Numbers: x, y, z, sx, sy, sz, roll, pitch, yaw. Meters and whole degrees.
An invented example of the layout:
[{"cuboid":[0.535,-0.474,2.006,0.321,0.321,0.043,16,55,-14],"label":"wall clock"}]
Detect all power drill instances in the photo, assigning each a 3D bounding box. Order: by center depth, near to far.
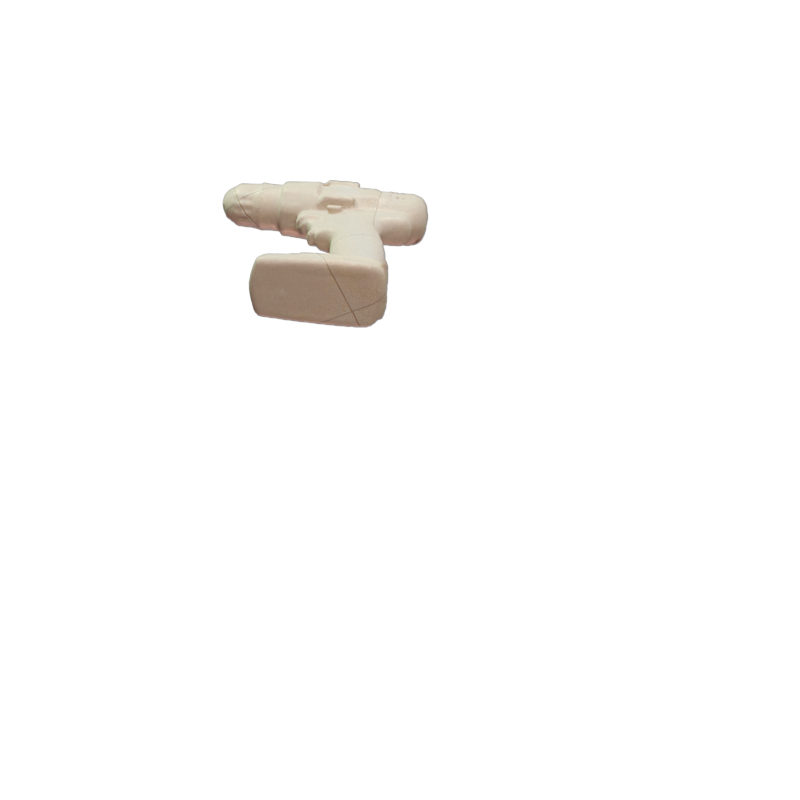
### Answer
[{"cuboid":[-0.073,-0.133,0.928,0.186,0.054,0.197,3,32,5],"label":"power drill"}]
